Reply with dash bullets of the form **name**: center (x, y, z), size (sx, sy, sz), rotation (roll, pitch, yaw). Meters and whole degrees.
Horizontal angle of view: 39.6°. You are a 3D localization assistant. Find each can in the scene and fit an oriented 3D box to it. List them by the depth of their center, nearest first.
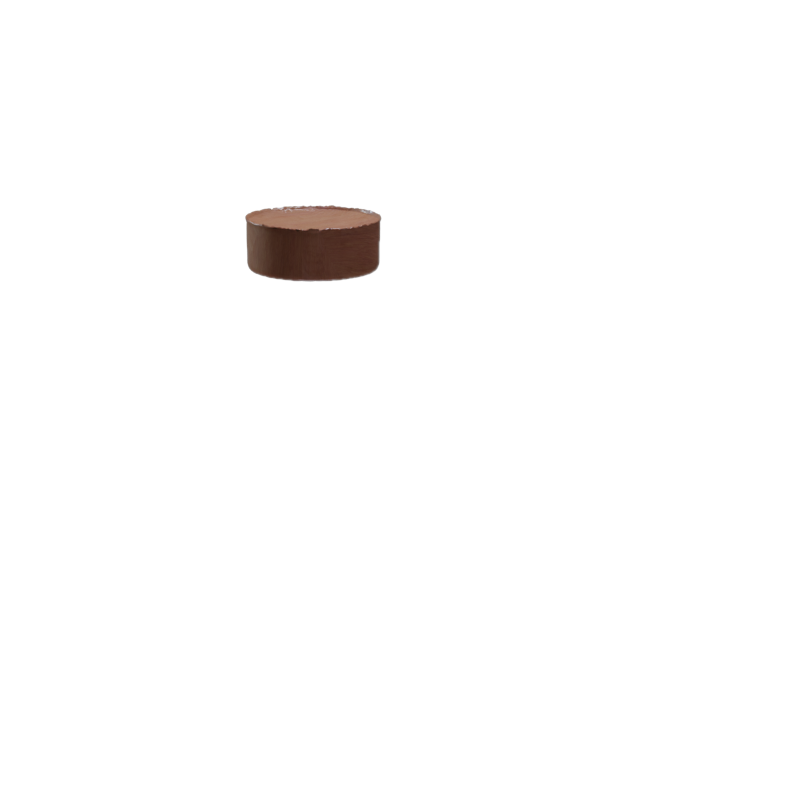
- **can**: center (-0.055, -0.100, 0.702), size (0.086, 0.032, 0.089), rotation (-1, 18, -2)
